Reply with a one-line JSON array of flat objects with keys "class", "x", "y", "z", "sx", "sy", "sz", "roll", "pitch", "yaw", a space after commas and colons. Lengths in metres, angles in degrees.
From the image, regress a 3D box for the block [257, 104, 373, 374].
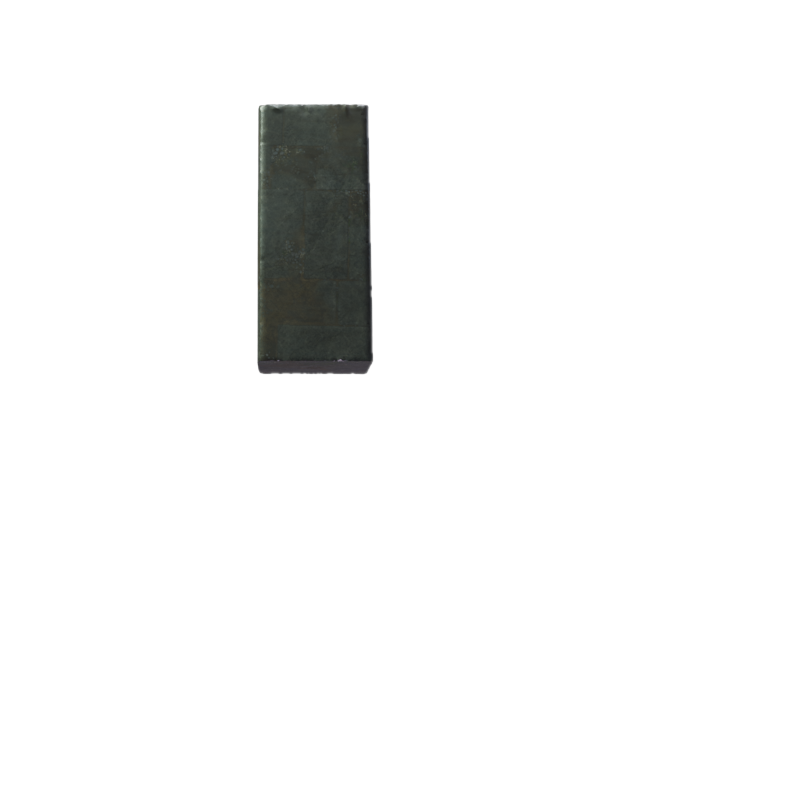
[{"class": "block", "x": -0.071, "y": -0.129, "z": 0.904, "sx": 0.090, "sy": 0.213, "sz": 0.088, "roll": 0, "pitch": -12, "yaw": -3}]
